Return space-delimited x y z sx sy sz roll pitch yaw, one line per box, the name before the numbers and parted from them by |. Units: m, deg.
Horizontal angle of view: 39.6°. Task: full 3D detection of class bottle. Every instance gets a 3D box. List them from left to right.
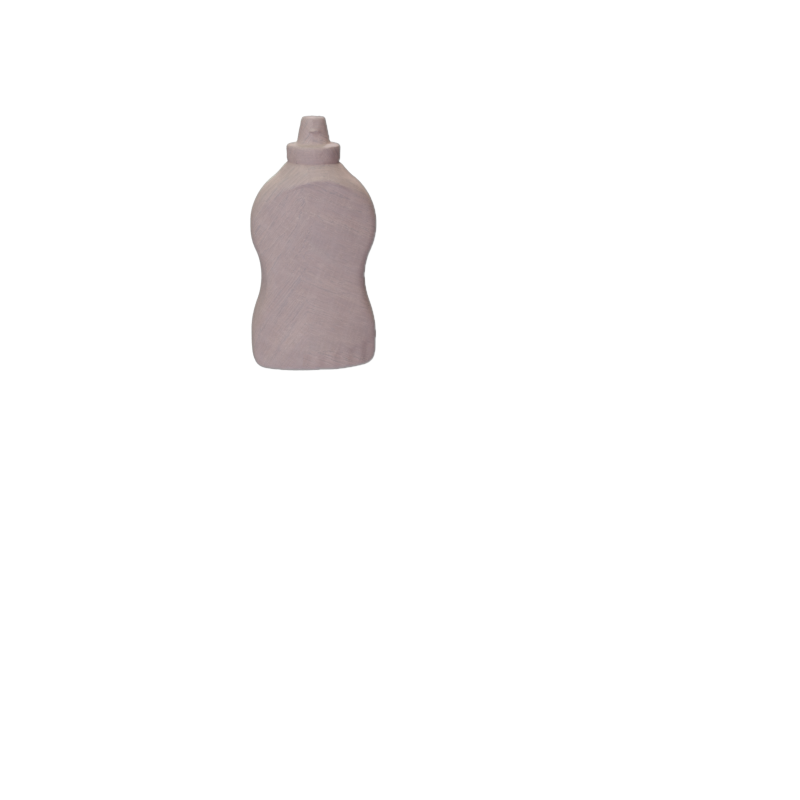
bottle | -0.066 -0.121 0.849 0.095 0.186 0.061 -1 13 -6
